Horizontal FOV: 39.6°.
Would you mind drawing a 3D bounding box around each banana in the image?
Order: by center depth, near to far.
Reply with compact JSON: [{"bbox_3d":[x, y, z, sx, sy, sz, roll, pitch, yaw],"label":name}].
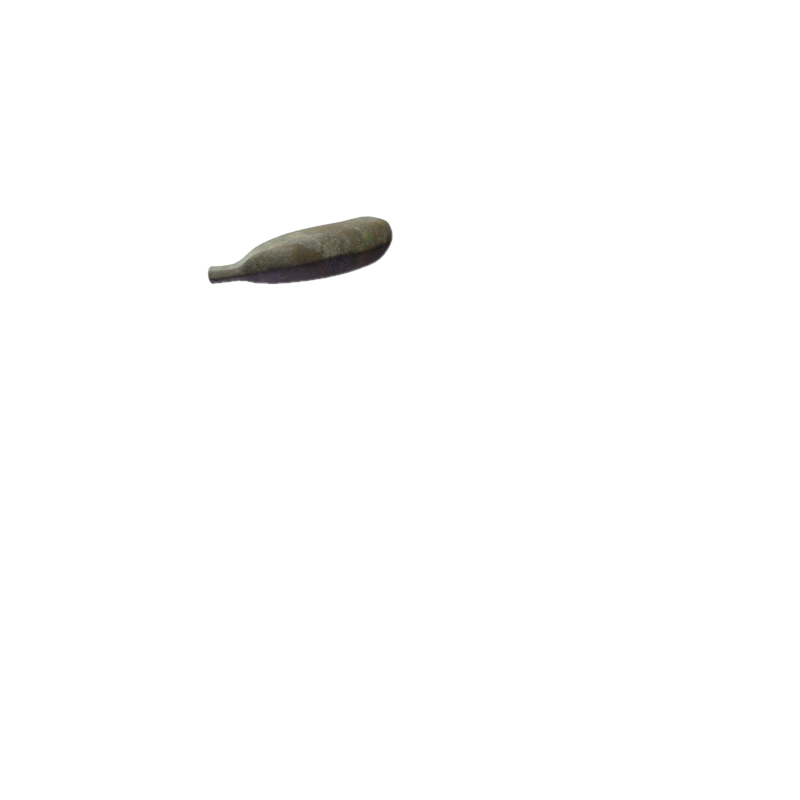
[{"bbox_3d":[-0.052,-0.115,0.820,0.073,0.036,0.194,11,20,34],"label":"banana"}]
